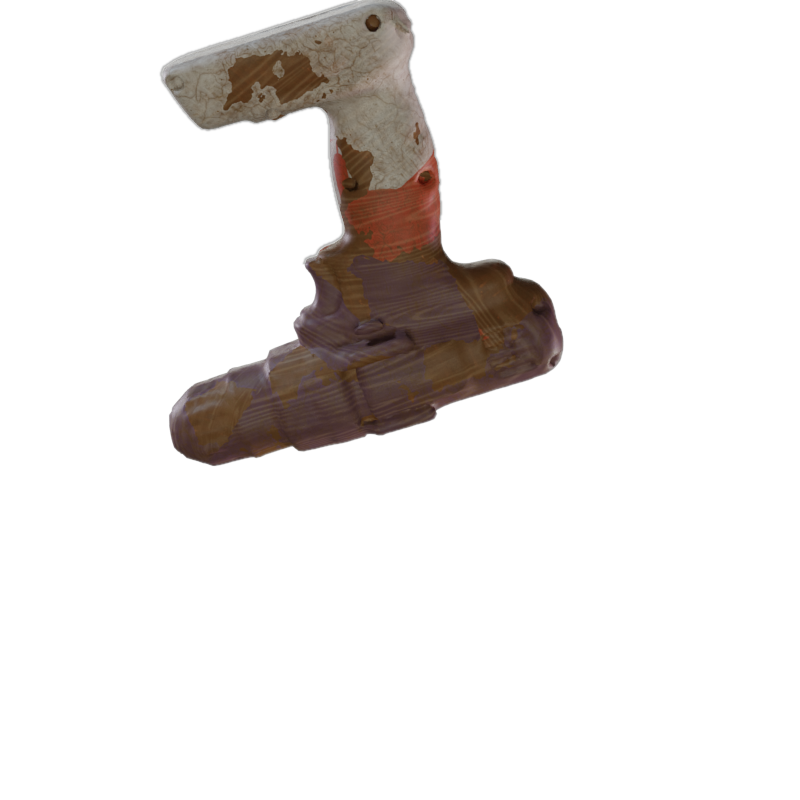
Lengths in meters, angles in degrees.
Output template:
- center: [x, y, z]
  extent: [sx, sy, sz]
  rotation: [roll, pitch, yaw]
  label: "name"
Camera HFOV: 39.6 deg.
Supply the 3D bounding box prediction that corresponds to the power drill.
- center: [-0.038, -0.070, 0.489]
  extent: [0.185, 0.180, 0.060]
  rotation: [-17, 17, 5]
  label: "power drill"
